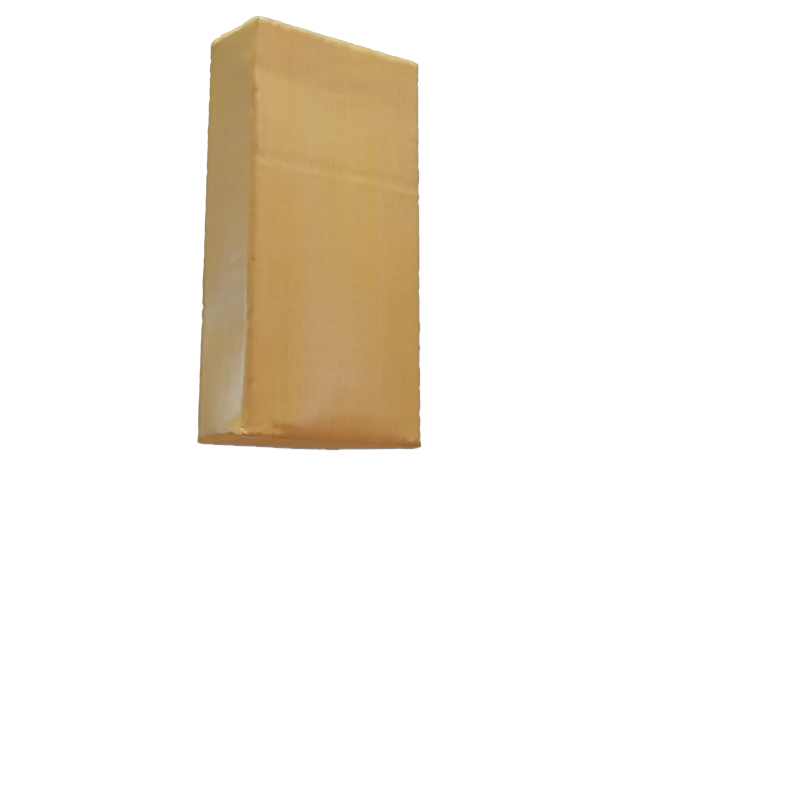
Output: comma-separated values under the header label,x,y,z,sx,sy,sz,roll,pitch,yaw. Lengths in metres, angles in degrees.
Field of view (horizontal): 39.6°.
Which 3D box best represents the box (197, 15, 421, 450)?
label,x,y,z,sx,sy,sz,roll,pitch,yaw
box,-0.038,-0.069,0.483,0.089,0.182,0.049,8,-16,-37
